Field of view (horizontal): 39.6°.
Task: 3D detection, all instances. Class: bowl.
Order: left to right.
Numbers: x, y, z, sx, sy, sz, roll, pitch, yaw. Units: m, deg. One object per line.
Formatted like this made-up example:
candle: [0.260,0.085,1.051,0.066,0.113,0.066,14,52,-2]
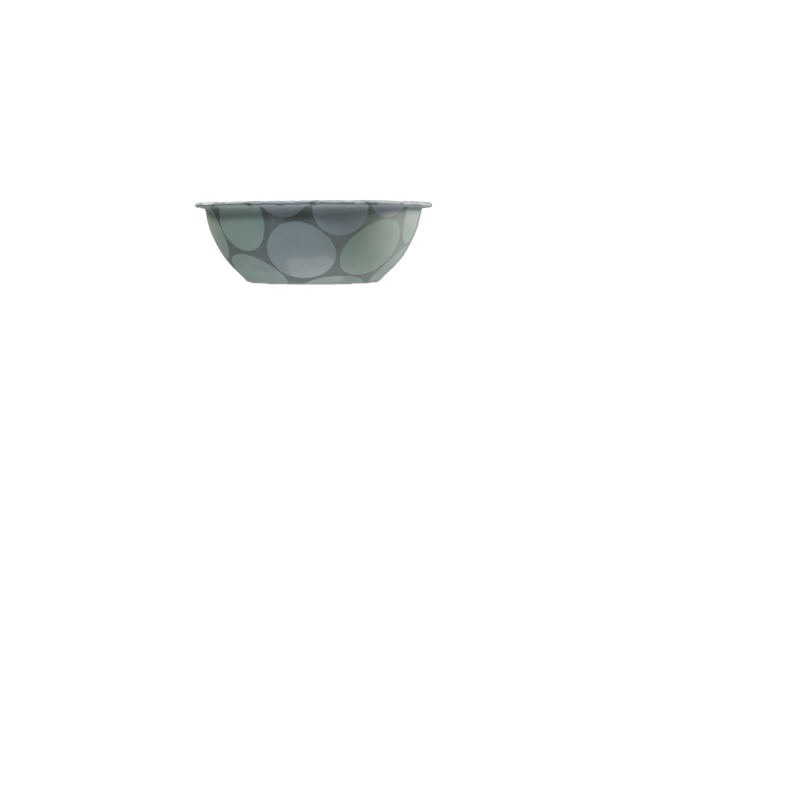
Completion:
bowl: [-0.059,-0.108,0.758,0.162,0.054,0.164,0,8,-2]
